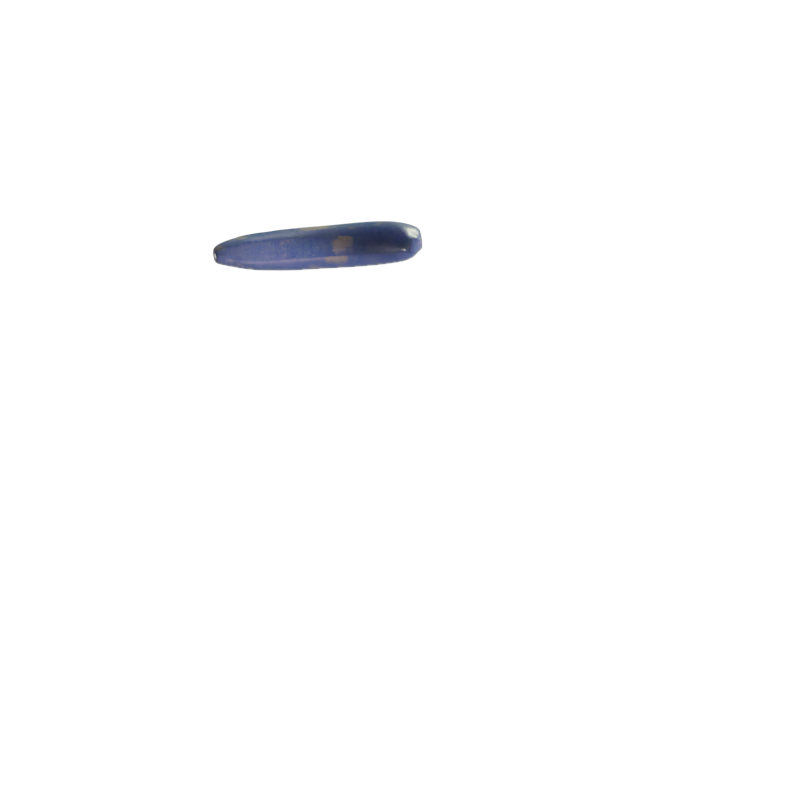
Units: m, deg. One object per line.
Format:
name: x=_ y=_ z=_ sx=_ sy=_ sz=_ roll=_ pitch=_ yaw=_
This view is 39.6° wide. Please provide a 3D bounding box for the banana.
banana: x=-0.061 y=-0.131 z=0.933 sx=0.204 sy=0.037 sz=0.067 roll=-1 pitch=-3 yaw=28
